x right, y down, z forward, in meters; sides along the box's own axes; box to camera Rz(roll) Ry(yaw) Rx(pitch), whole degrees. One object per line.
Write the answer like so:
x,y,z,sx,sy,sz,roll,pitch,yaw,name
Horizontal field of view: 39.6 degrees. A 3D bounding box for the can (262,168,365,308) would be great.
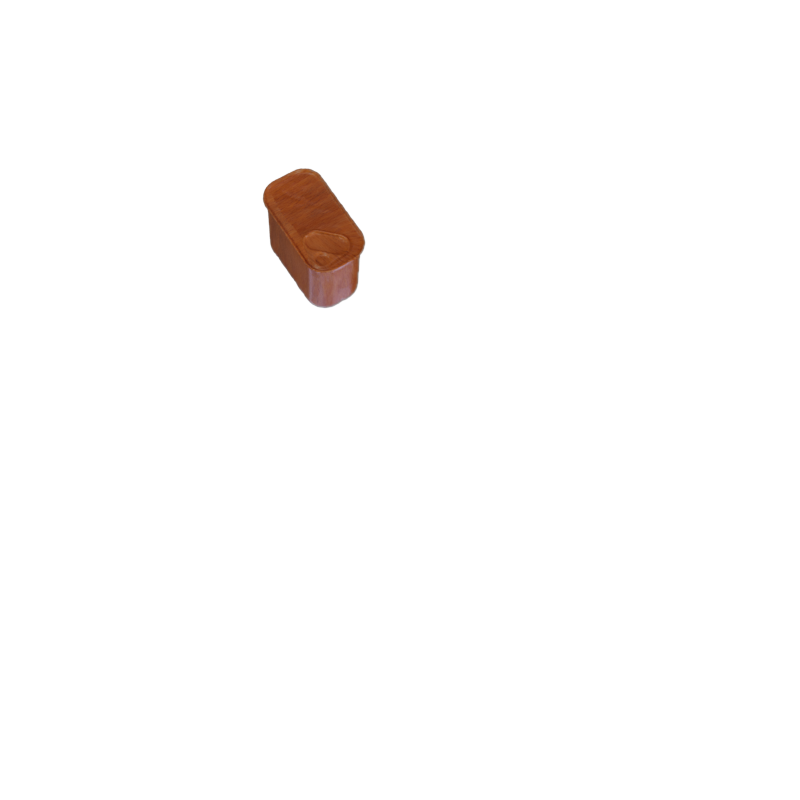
-0.077,-0.141,0.986,0.057,0.108,0.079,-29,-21,-15,can
